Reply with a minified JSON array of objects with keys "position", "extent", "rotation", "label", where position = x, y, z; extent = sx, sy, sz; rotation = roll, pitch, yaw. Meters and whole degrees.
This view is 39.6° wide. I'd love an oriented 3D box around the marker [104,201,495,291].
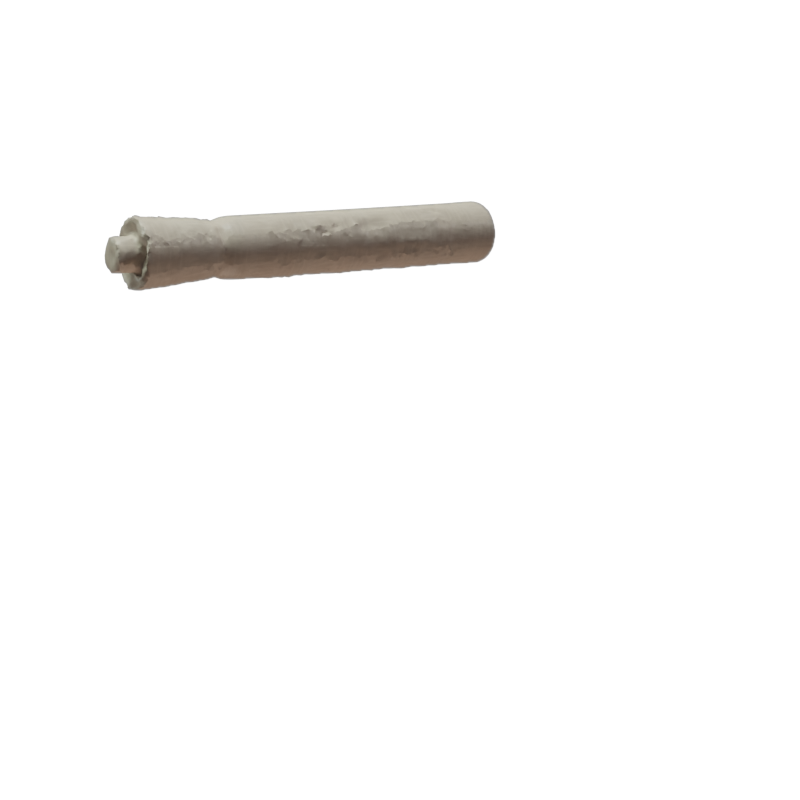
[{"position":[-0.024,-0.044,0.306],"extent":[0.117,0.020,0.021],"rotation":[-9,9,-35],"label":"marker"}]
